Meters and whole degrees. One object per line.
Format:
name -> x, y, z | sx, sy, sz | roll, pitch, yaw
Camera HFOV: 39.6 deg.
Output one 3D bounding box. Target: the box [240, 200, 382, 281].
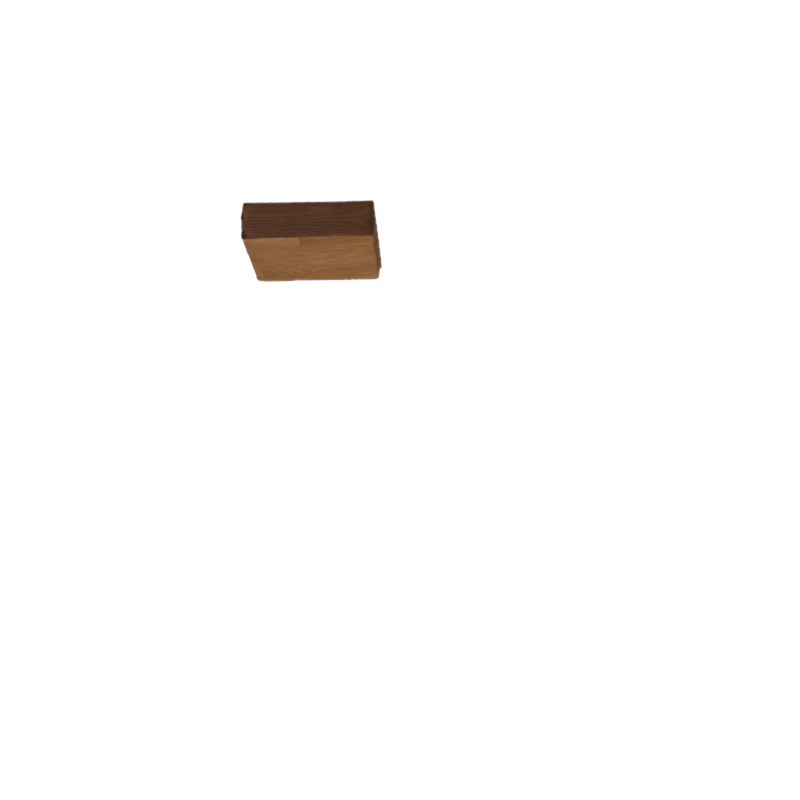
box -> -0.074, -0.136, 0.951 | 0.114, 0.041, 0.085 | -2, -21, 4
